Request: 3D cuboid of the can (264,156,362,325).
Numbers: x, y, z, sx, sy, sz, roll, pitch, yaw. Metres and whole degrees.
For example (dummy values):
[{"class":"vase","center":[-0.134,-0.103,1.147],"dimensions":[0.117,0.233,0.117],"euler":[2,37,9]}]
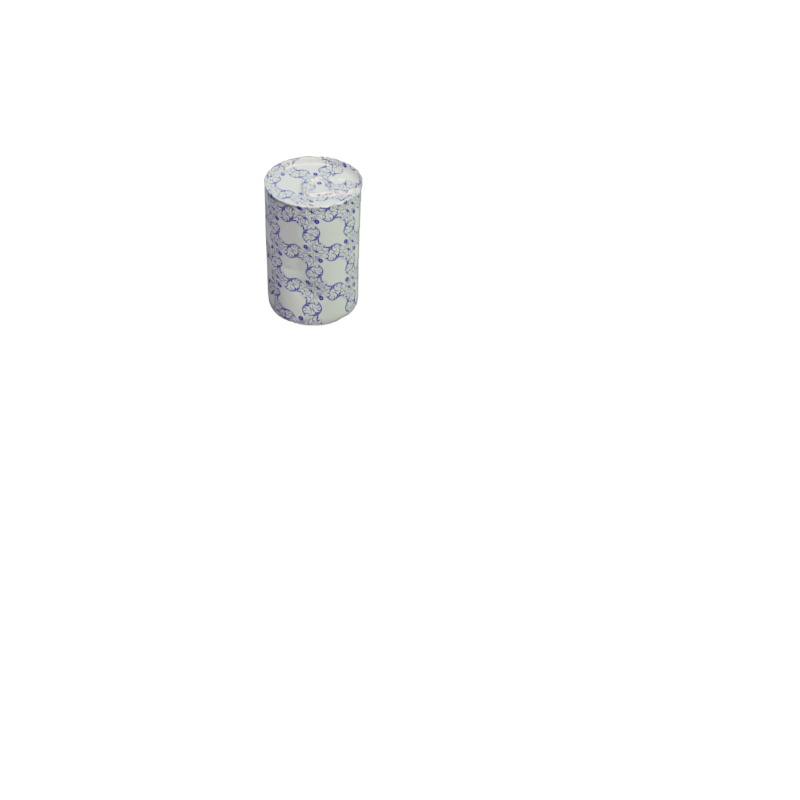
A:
[{"class":"can","center":[-0.062,-0.112,0.788],"dimensions":[0.068,0.096,0.073],"euler":[0,37,-3]}]
